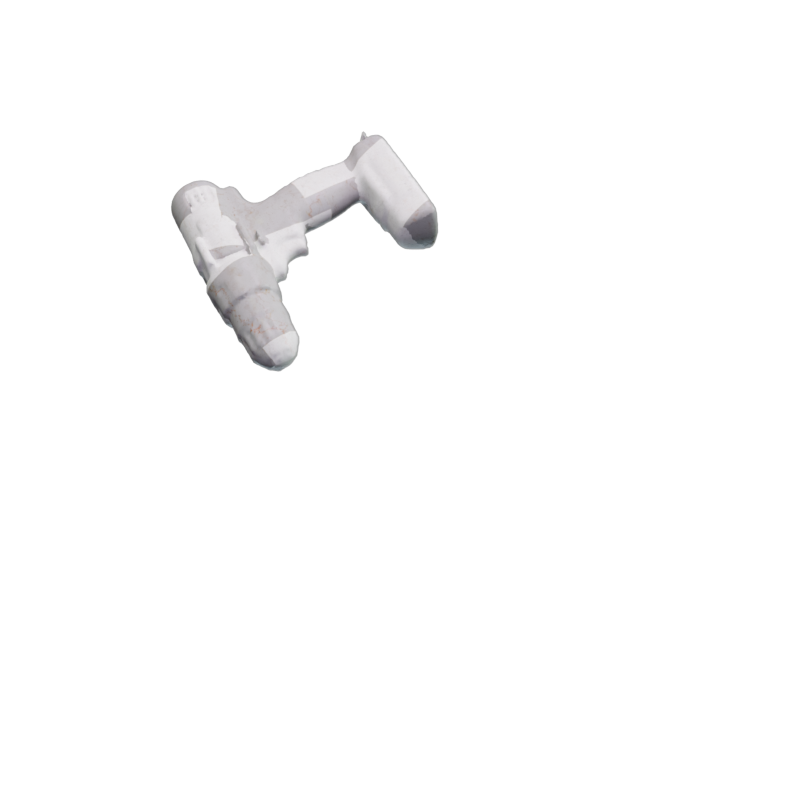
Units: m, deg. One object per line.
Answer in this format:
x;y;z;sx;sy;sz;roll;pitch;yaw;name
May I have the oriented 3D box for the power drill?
-0.068;-0.125;0.873;0.186;0.198;0.054;-23;-31;-15;power drill
